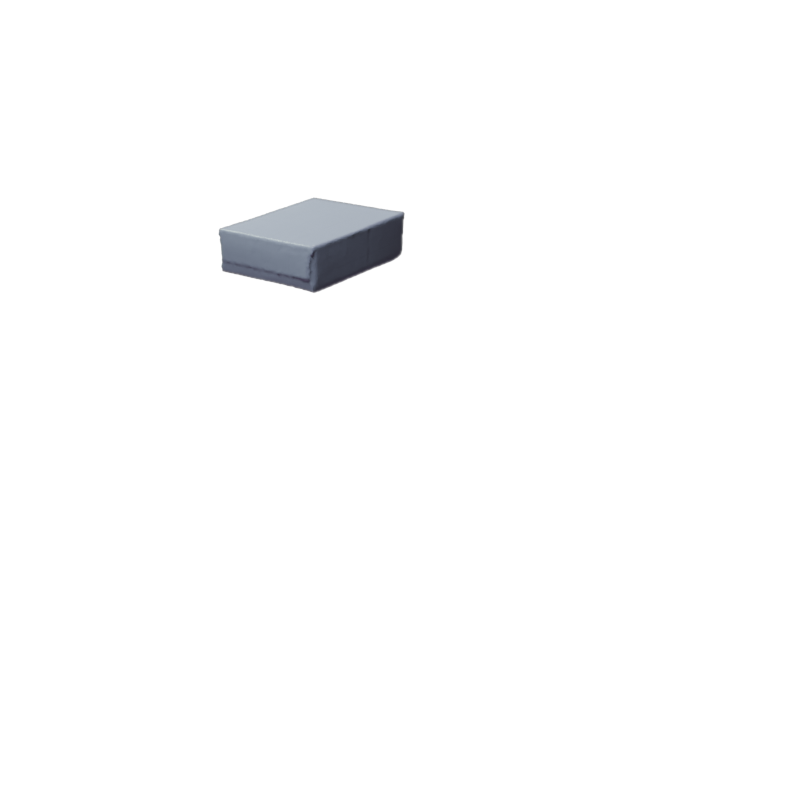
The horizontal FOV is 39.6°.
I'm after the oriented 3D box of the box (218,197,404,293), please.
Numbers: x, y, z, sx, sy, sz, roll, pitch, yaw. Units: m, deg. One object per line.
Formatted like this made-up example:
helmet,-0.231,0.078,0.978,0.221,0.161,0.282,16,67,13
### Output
box,-0.064,-0.117,0.821,0.095,0.037,0.112,16,27,34
